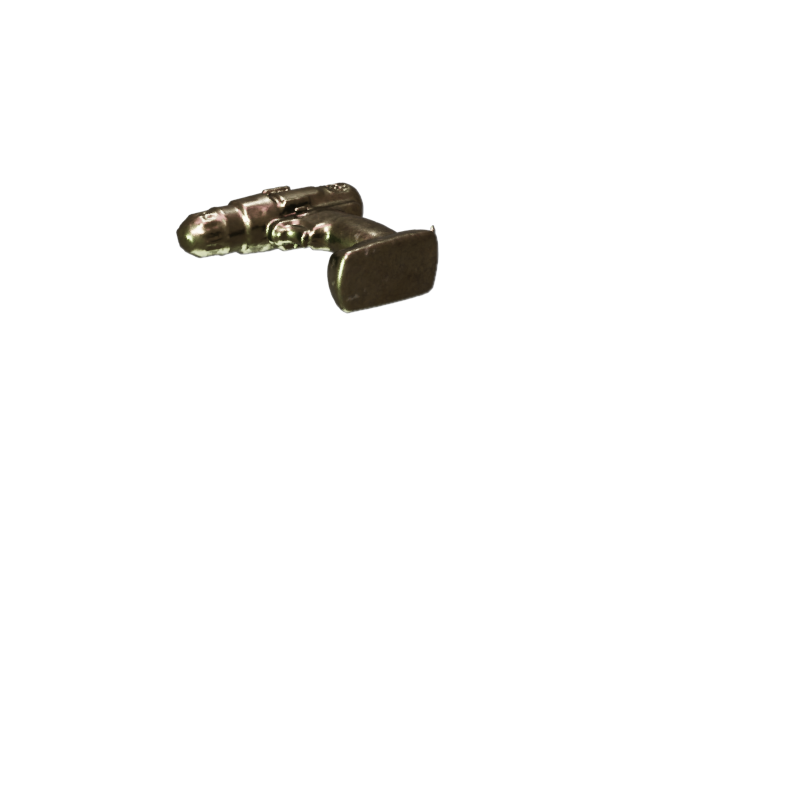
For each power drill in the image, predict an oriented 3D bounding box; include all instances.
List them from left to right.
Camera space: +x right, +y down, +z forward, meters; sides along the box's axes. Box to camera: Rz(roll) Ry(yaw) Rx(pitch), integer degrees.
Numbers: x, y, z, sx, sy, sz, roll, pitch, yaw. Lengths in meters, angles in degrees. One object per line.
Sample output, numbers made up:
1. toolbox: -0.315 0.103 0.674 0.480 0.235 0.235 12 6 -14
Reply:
1. power drill: -0.074 -0.135 0.943 0.181 0.054 0.201 -19 34 -31
